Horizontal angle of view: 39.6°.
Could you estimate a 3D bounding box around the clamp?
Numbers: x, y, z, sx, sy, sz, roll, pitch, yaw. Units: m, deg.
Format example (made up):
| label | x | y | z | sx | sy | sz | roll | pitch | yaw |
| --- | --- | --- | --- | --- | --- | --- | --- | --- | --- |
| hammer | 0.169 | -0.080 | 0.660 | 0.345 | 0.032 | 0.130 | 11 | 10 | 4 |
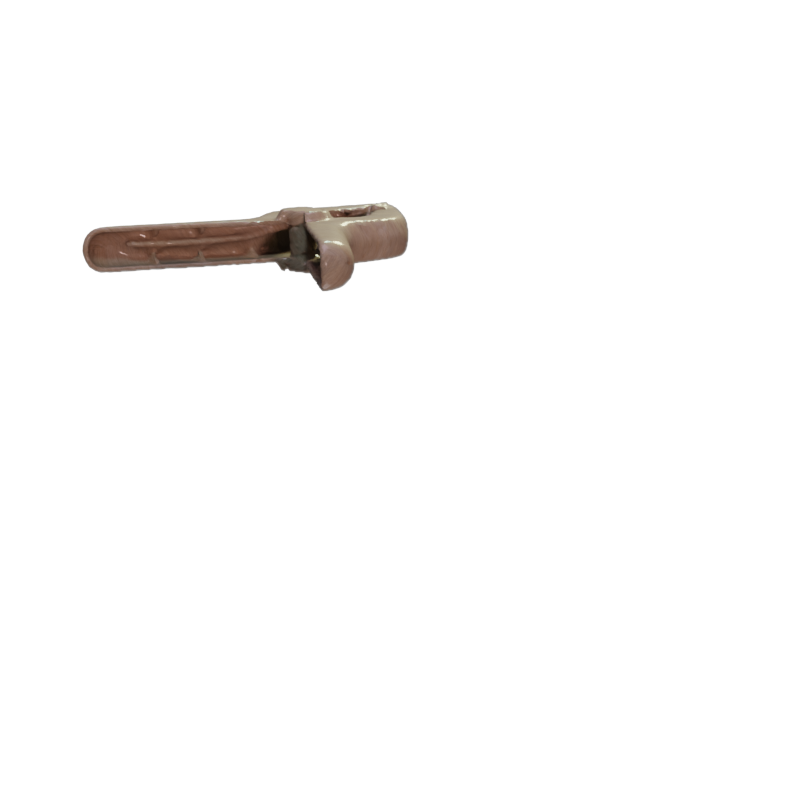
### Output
| label | x | y | z | sx | sy | sz | roll | pitch | yaw |
| --- | --- | --- | --- | --- | --- | --- | --- | --- | --- |
| clamp | -0.049 | -0.090 | 0.631 | 0.172 | 0.035 | 0.205 | 11 | 18 | 36 |
